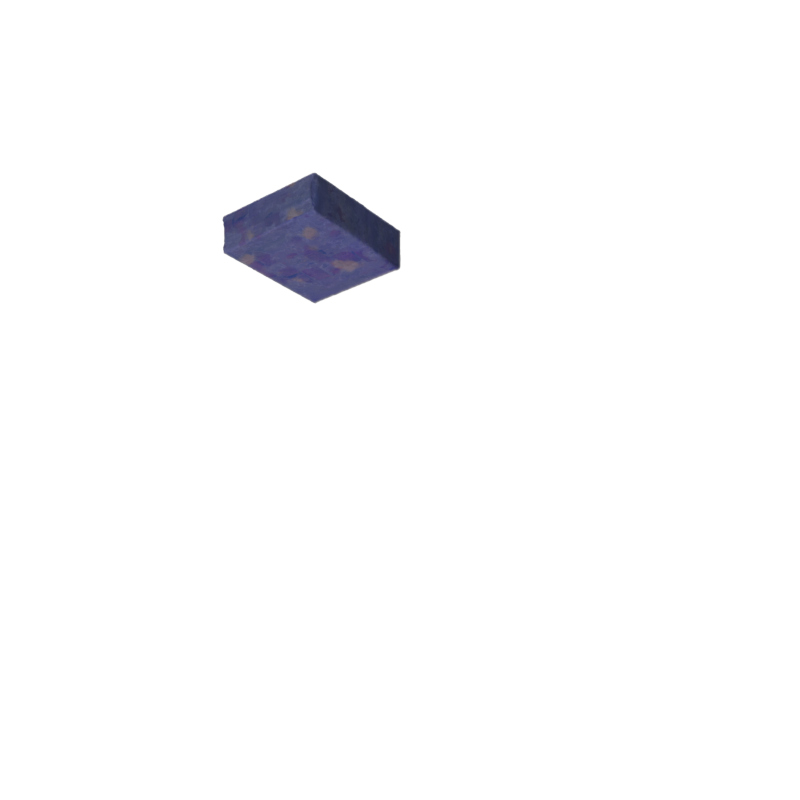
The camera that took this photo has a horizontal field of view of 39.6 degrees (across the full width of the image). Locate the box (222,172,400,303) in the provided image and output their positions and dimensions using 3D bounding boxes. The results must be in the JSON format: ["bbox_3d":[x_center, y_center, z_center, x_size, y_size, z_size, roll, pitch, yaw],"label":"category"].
[{"bbox_3d":[-0.066,-0.121,0.845,0.091,0.041,0.106,-19,-32,32],"label":"box"}]
